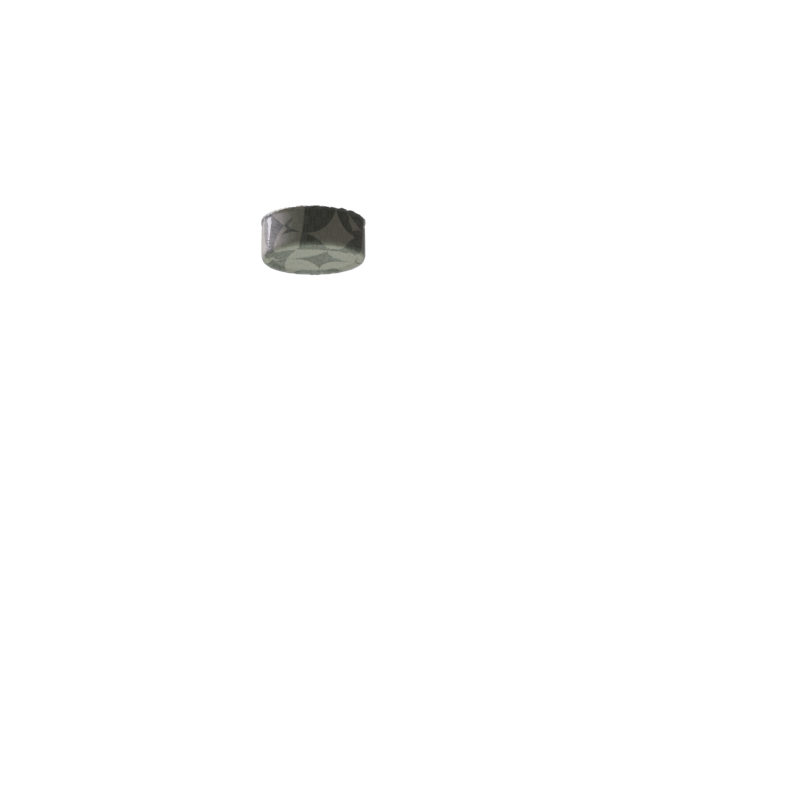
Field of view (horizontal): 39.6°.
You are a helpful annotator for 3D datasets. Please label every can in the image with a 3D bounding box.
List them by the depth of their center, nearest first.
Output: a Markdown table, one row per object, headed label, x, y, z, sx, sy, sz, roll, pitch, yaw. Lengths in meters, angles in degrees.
| label | x | y | z | sx | sy | sz | roll | pitch | yaw |
| --- | --- | --- | --- | --- | --- | --- | --- | --- | --- |
| can | -0.071 | -0.129 | 0.902 | 0.086 | 0.035 | 0.083 | 0 | -11 | -2 |
